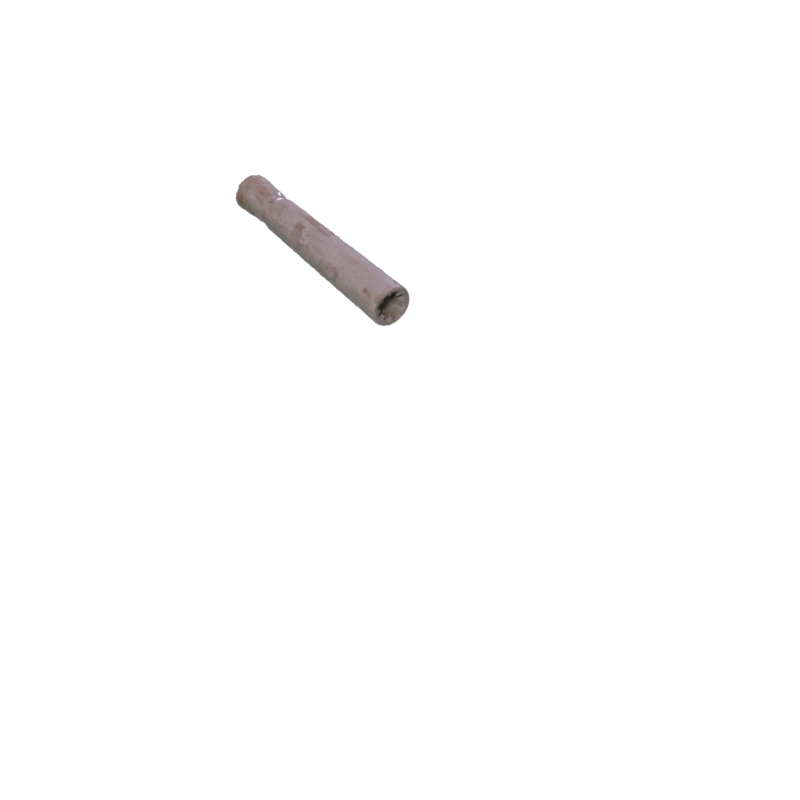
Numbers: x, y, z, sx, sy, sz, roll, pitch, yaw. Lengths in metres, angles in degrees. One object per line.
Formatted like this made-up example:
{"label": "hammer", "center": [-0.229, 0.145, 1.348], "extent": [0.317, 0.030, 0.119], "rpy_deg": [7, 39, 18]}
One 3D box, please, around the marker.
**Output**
{"label": "marker", "center": [-0.039, -0.071, 0.498], "extent": [0.019, 0.019, 0.130], "rpy_deg": [-3, 32, -38]}
